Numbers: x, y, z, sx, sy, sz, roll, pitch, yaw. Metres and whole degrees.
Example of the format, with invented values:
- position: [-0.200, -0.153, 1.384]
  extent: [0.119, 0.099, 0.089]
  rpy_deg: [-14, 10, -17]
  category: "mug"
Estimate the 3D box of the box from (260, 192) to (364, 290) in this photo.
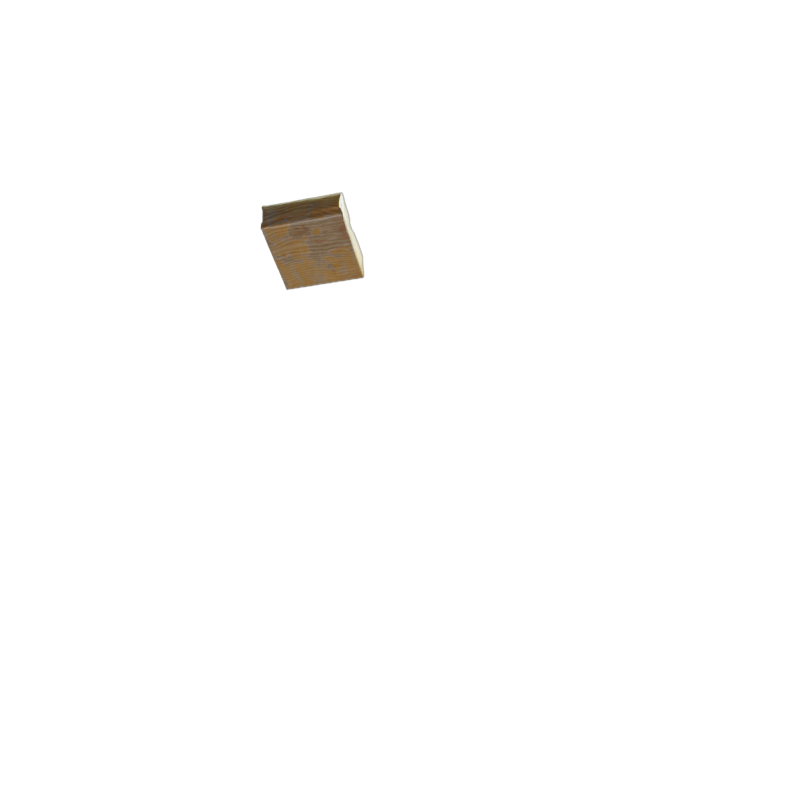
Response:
- position: [-0.076, -0.140, 0.977]
  extent: [0.074, 0.032, 0.082]
  rpy_deg: [-8, -39, 9]
  category: "box"
